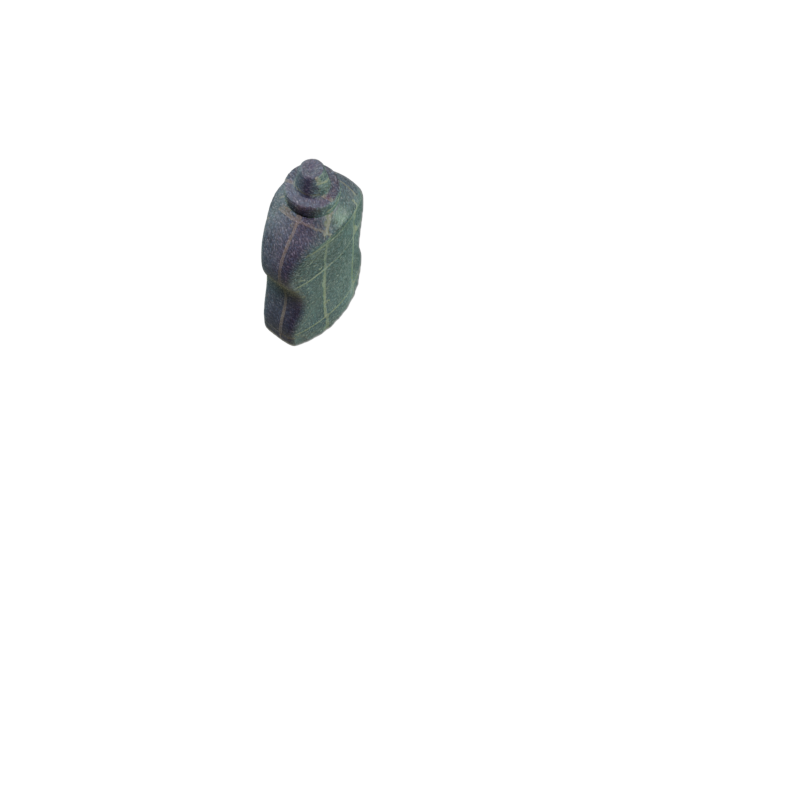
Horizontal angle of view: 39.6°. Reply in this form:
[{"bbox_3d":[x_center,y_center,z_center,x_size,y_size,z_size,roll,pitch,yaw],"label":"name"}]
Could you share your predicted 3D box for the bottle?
[{"bbox_3d":[-0.067,-0.122,0.851,0.061,0.098,0.181,36,-23,13],"label":"bottle"}]
